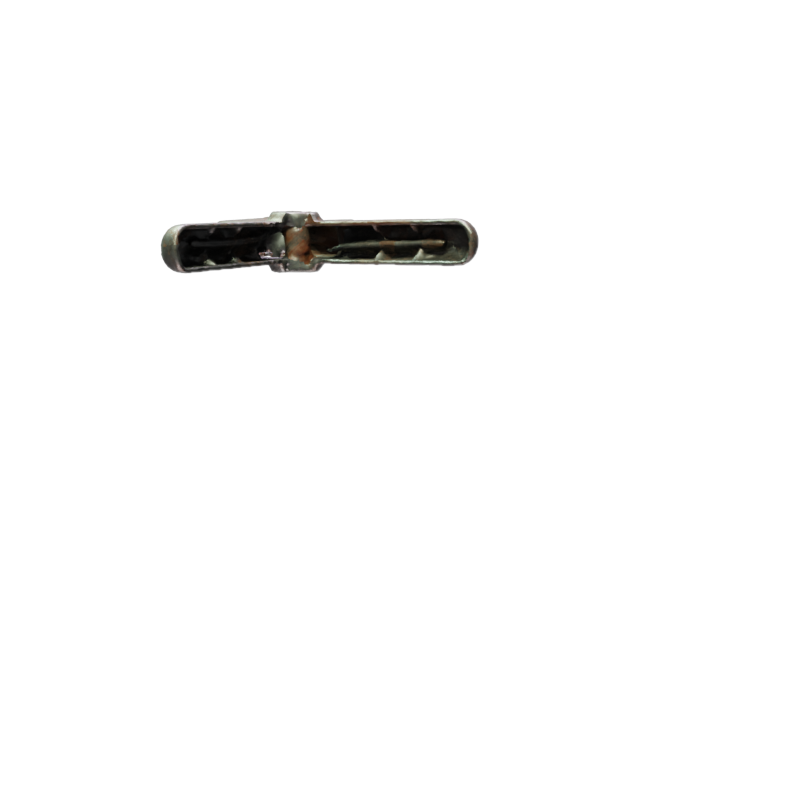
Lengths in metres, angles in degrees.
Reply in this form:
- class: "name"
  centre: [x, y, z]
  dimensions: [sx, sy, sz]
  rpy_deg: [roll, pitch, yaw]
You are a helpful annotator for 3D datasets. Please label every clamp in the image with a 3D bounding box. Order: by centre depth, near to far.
- class: "clamp"
  centre: [-0.051, -0.093, 0.654]
  dimensions: [0.163, 0.036, 0.214]
  rpy_deg: [-1, 9, -6]
